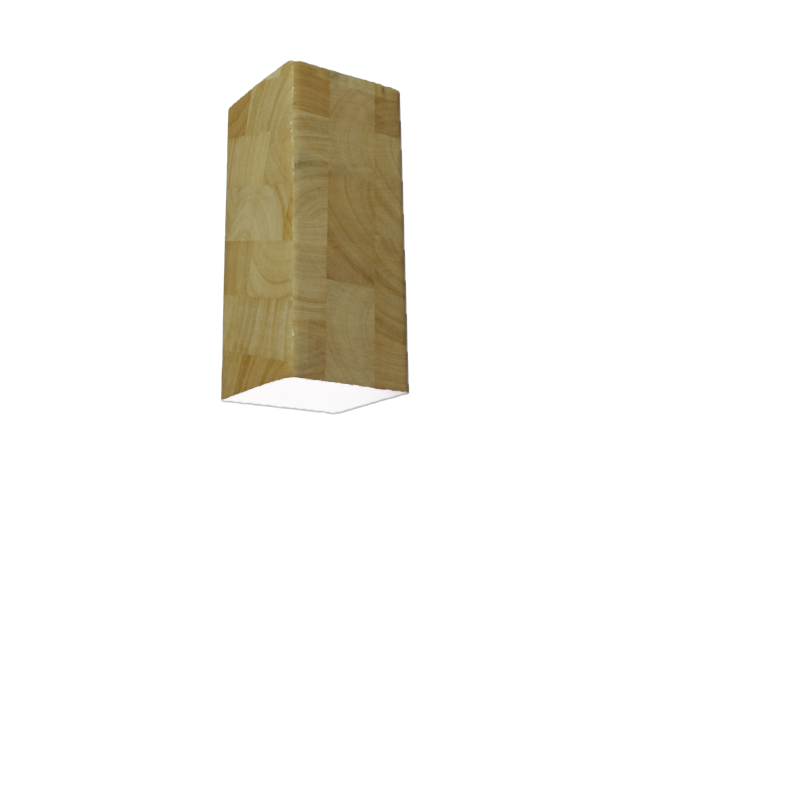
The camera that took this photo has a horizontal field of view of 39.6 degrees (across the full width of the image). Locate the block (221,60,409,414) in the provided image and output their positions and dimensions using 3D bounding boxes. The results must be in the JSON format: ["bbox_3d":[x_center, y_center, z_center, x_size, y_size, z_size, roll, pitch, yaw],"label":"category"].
[{"bbox_3d":[-0.057,-0.104,0.727,0.087,0.215,0.091,10,-21,-33],"label":"block"}]
